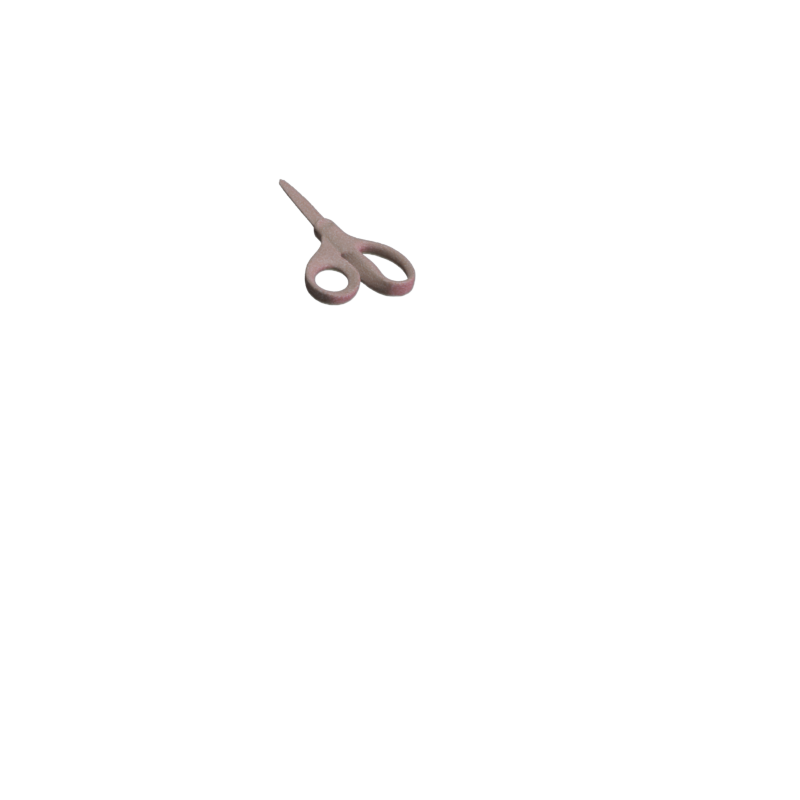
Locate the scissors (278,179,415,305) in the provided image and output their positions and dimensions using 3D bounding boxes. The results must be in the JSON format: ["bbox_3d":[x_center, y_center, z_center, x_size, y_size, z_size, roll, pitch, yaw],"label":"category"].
[{"bbox_3d":[-0.073,-0.133,0.933,0.096,0.015,0.216,-28,45,-31],"label":"scissors"}]
